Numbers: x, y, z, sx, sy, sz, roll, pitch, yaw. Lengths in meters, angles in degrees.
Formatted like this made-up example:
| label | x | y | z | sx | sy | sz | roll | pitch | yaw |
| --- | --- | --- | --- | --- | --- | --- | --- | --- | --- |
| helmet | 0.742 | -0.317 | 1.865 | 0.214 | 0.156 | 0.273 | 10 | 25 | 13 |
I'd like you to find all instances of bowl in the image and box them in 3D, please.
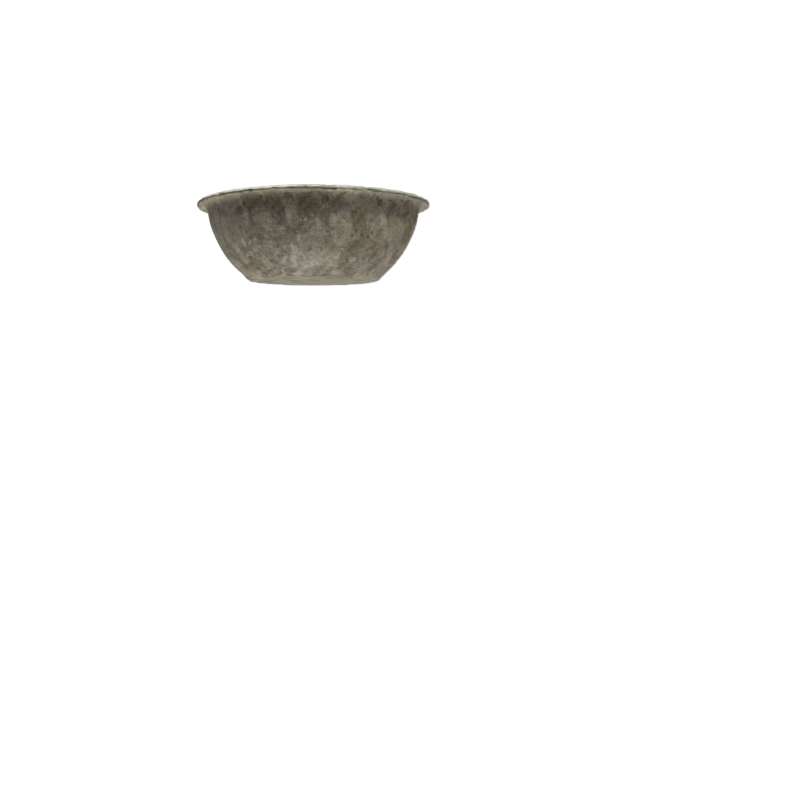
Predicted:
| label | x | y | z | sx | sy | sz | roll | pitch | yaw |
| --- | --- | --- | --- | --- | --- | --- | --- | --- | --- |
| bowl | -0.060 | -0.110 | 0.769 | 0.162 | 0.055 | 0.161 | 0 | 1 | -2 |
